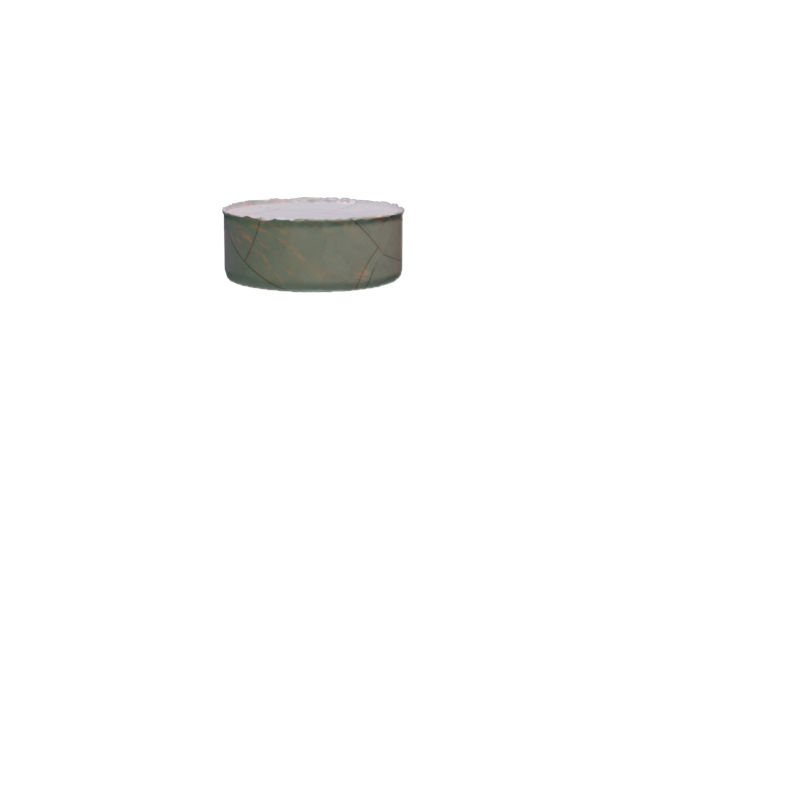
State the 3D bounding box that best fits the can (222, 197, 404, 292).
[{"bbox_3d":[-0.041,-0.075,0.524,0.086,0.033,0.089,0,15,-2],"label":"can"}]
